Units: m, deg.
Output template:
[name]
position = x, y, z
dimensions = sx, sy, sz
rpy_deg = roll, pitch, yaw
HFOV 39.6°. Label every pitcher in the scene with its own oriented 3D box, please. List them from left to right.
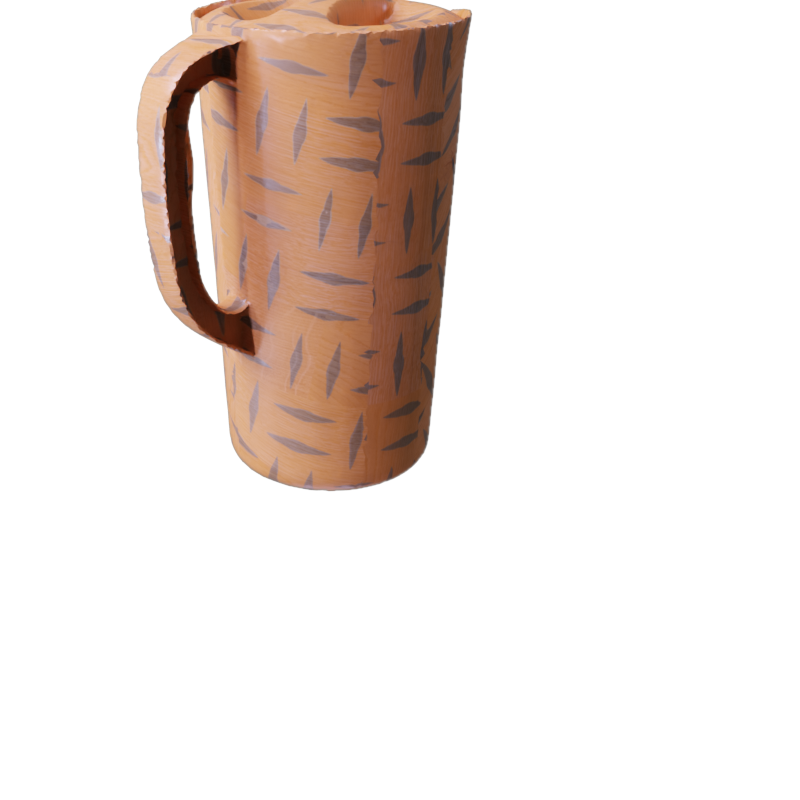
[pitcher]
position = -0.044, -0.080, 0.558
dimensions = 0.149, 0.232, 0.152
rpy_deg = 1, 21, 0
